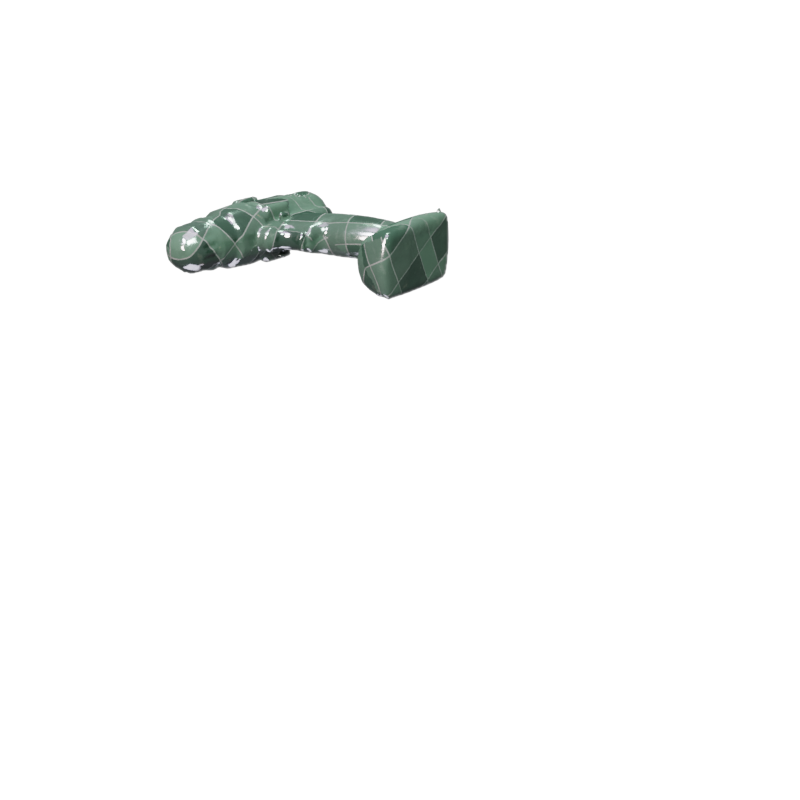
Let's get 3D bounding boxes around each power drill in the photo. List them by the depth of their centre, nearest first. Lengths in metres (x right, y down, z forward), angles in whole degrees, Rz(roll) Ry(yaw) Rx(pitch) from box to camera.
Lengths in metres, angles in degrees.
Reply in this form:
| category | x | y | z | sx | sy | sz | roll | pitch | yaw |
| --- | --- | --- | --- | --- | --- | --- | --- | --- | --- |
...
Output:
| category | x | y | z | sx | sy | sz | roll | pitch | yaw |
| --- | --- | --- | --- | --- | --- | --- | --- | --- | --- |
| power drill | -0.070 | -0.128 | 0.898 | 0.197 | 0.055 | 0.183 | 15 | 27 | 32 |
